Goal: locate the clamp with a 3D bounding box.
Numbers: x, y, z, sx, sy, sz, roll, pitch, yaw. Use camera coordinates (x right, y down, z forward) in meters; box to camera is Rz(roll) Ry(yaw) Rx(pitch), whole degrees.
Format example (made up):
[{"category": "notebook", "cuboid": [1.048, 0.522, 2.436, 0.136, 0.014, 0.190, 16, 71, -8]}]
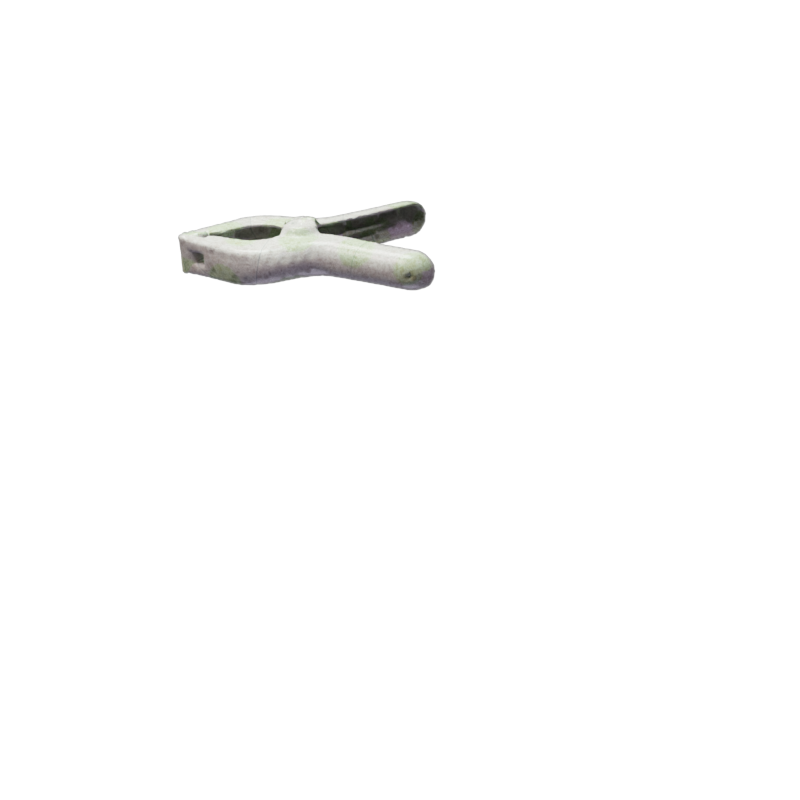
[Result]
[{"category": "clamp", "cuboid": [-0.058, -0.106, 0.741, 0.174, 0.038, 0.123, 4, 22, 9]}]
